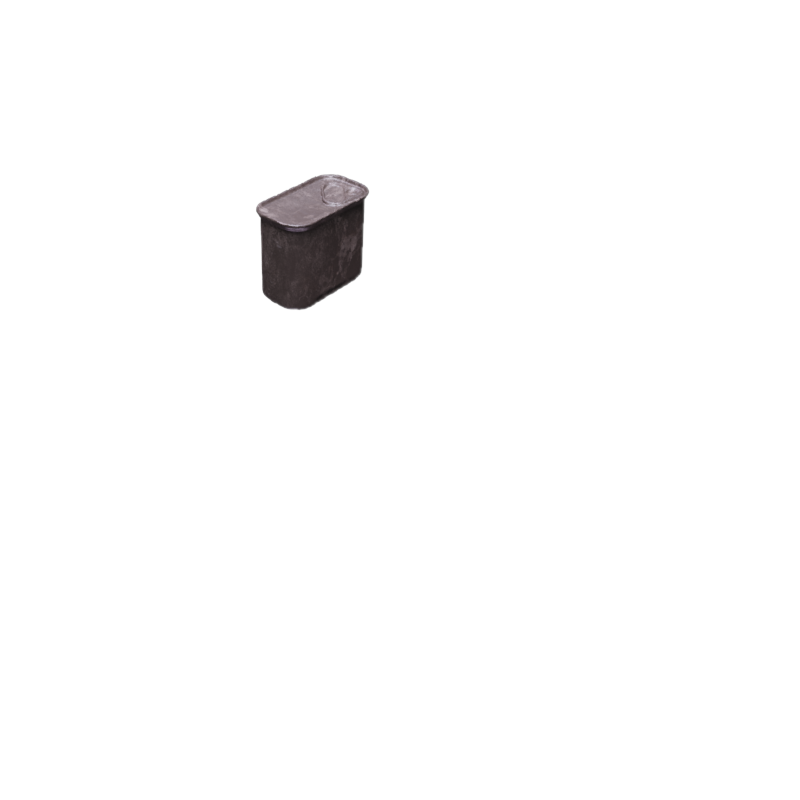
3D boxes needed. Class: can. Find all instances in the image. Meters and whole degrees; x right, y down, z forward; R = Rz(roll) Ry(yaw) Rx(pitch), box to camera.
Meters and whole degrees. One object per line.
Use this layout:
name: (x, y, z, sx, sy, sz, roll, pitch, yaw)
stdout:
can: (-0.075, -0.136, 0.954, 0.061, 0.079, 0.102, 24, 40, 31)
